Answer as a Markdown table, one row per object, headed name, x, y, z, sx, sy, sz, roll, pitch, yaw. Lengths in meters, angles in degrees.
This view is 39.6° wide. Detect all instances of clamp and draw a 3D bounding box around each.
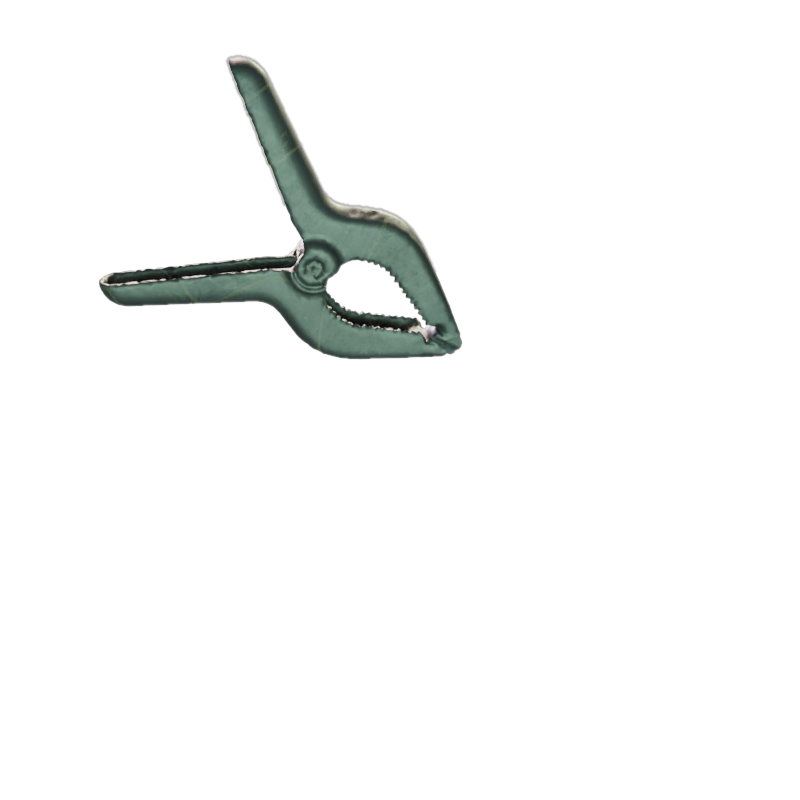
| name | x | y | z | sx | sy | sz | roll | pitch | yaw |
| --- | --- | --- | --- | --- | --- | --- | --- | --- | --- |
| clamp | -0.051 | -0.092 | 0.647 | 0.206 | 0.160 | 0.038 | 23 | 19 | -9 |
